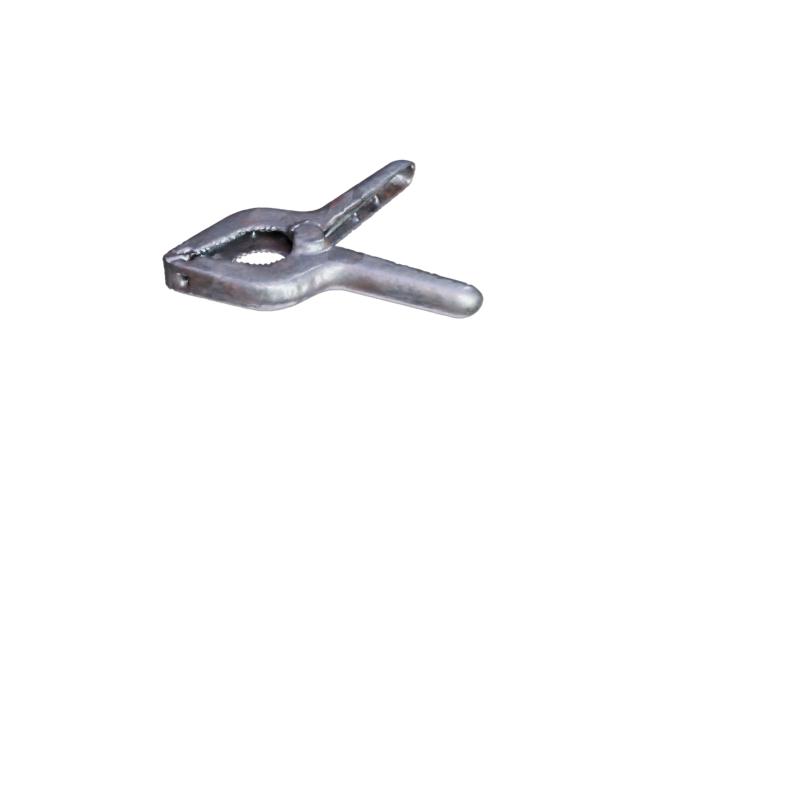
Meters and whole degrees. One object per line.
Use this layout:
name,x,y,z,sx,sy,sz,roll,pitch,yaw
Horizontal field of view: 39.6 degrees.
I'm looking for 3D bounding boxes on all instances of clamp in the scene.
clamp,-0.061,-0.112,0.782,0.209,0.034,0.178,-5,43,-6
